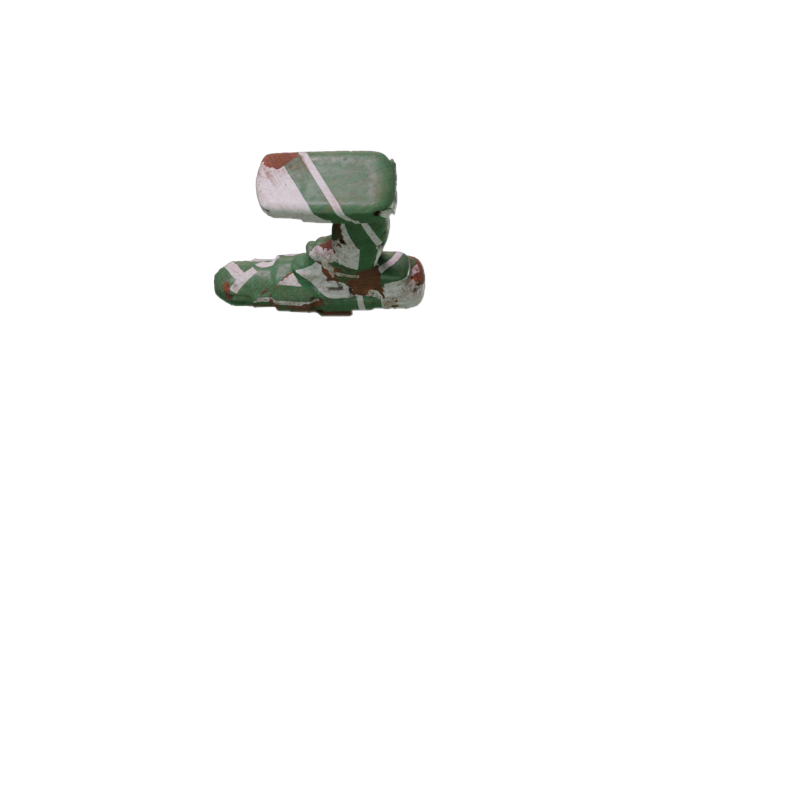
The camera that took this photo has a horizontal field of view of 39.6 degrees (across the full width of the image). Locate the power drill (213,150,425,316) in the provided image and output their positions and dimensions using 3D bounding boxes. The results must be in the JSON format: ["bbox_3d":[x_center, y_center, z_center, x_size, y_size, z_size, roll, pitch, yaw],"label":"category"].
[{"bbox_3d":[-0.071,-0.130,0.908,0.185,0.061,0.177,-1,-24,2],"label":"power drill"}]
